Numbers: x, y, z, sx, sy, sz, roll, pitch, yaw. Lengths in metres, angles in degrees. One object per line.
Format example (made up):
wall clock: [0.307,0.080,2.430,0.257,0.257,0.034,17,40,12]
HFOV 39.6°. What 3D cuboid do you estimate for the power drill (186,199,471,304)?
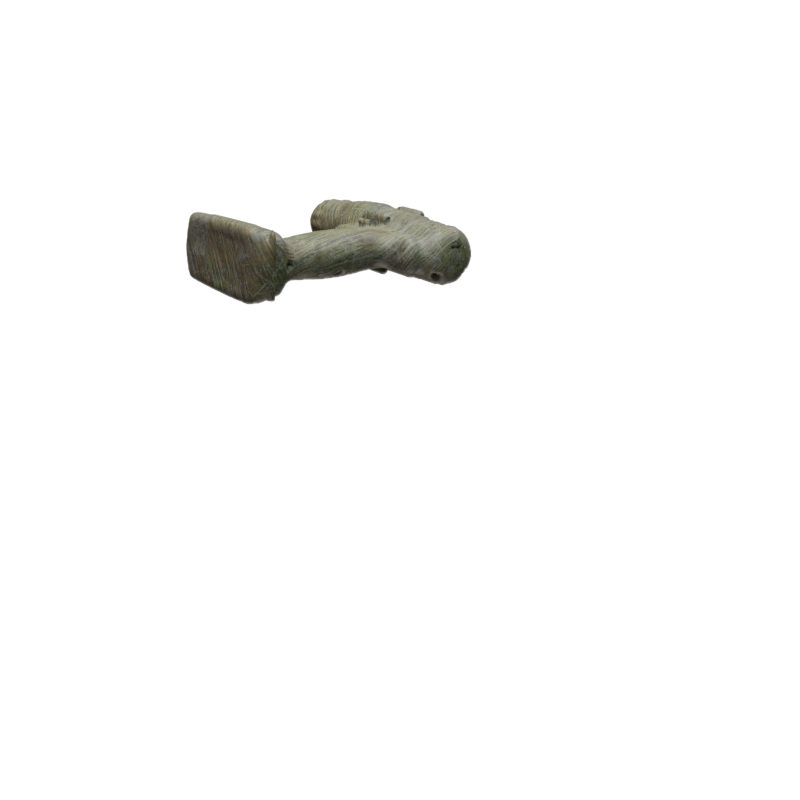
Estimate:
power drill: [-0.068,-0.123,0.864,0.183,0.055,0.195,-12,21,-34]
